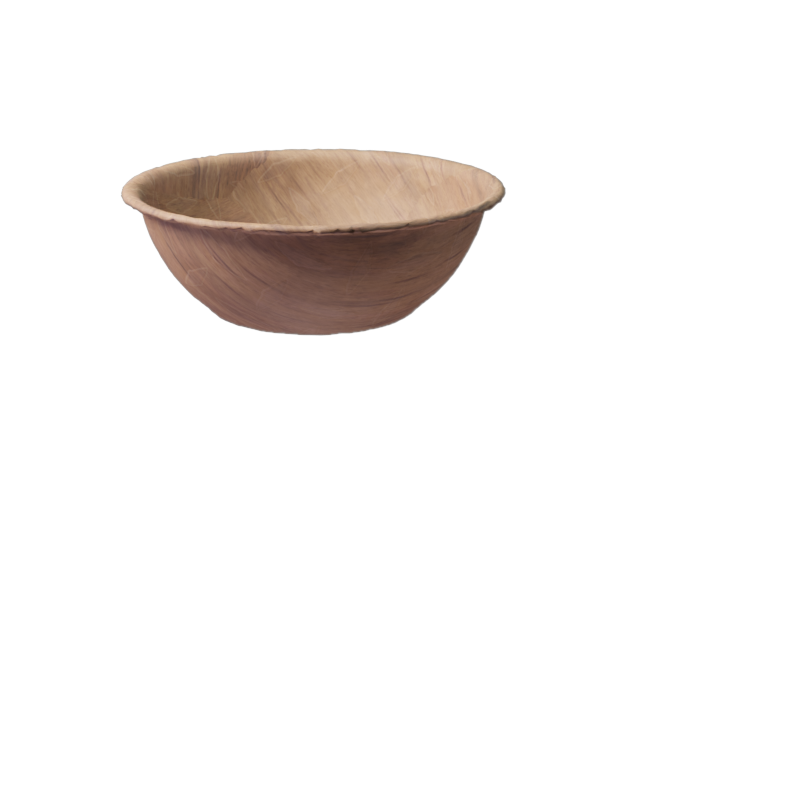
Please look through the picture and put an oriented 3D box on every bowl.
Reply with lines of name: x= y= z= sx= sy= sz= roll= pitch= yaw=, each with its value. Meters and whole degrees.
bowl: x=-0.037 y=-0.068 z=0.478 sx=0.162 sy=0.053 sz=0.169 roll=-1 pitch=21 yaw=-2
